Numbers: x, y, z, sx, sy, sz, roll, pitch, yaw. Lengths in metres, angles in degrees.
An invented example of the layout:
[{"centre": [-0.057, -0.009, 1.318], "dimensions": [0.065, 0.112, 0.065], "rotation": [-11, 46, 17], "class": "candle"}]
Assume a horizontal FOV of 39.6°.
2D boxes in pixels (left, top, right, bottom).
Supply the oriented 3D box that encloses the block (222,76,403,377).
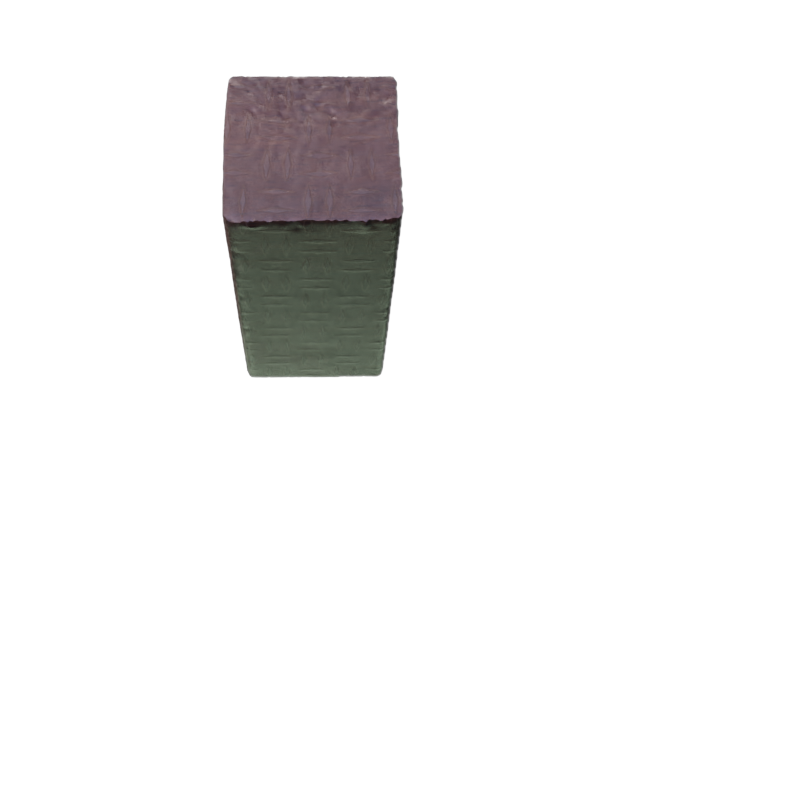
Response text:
[{"centre": [-0.051, -0.092, 0.648], "dimensions": [0.090, 0.095, 0.195], "rotation": [0, -23, -4], "class": "block"}]
